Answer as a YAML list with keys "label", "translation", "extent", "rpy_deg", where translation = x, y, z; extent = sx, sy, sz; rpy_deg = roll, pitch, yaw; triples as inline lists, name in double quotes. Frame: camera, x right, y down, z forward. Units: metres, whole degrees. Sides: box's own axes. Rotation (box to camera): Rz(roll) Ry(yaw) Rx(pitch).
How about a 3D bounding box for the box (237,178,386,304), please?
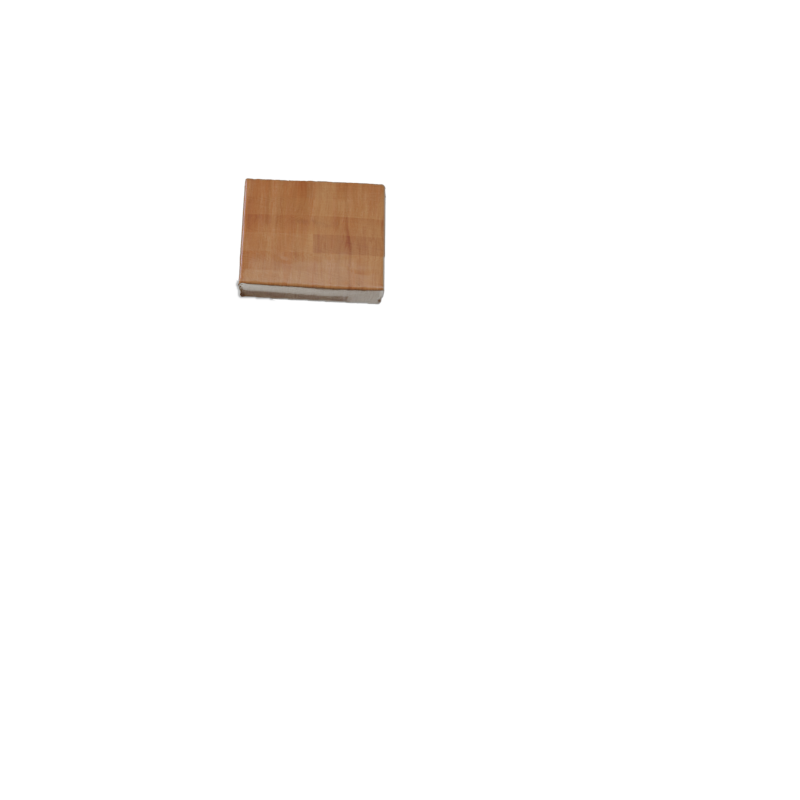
- label: "box"
  translation: [-0.068, -0.123, 0.863]
  extent: [0.113, 0.095, 0.037]
  rpy_deg: [1, -23, 0]
